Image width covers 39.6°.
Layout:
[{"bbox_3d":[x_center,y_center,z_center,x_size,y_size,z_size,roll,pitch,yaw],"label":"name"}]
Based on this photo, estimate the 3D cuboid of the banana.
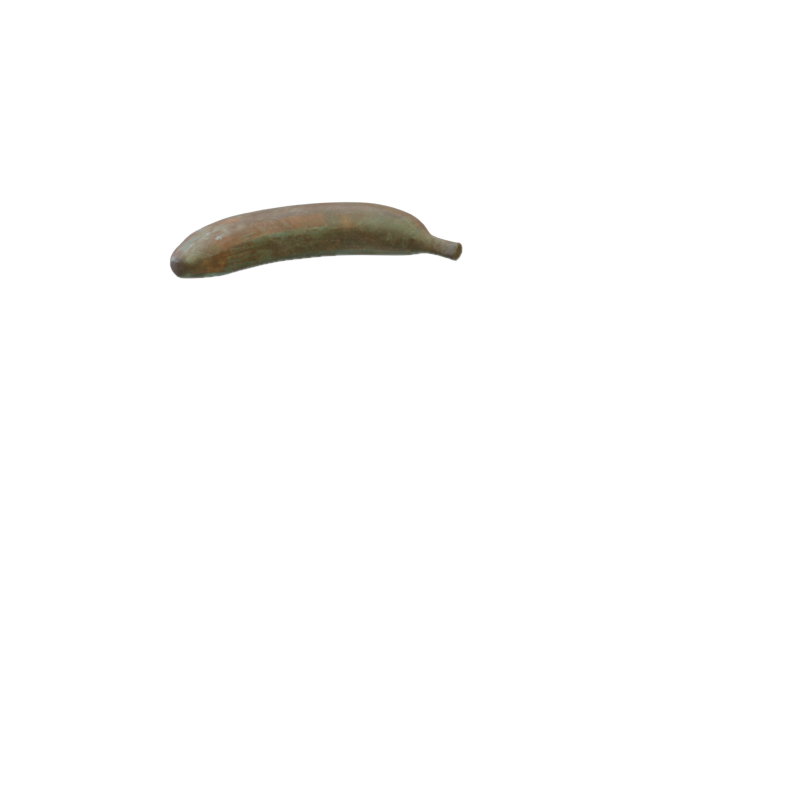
[{"bbox_3d":[-0.060,-0.104,0.706,0.193,0.036,0.074,-9,19,-26],"label":"banana"}]
